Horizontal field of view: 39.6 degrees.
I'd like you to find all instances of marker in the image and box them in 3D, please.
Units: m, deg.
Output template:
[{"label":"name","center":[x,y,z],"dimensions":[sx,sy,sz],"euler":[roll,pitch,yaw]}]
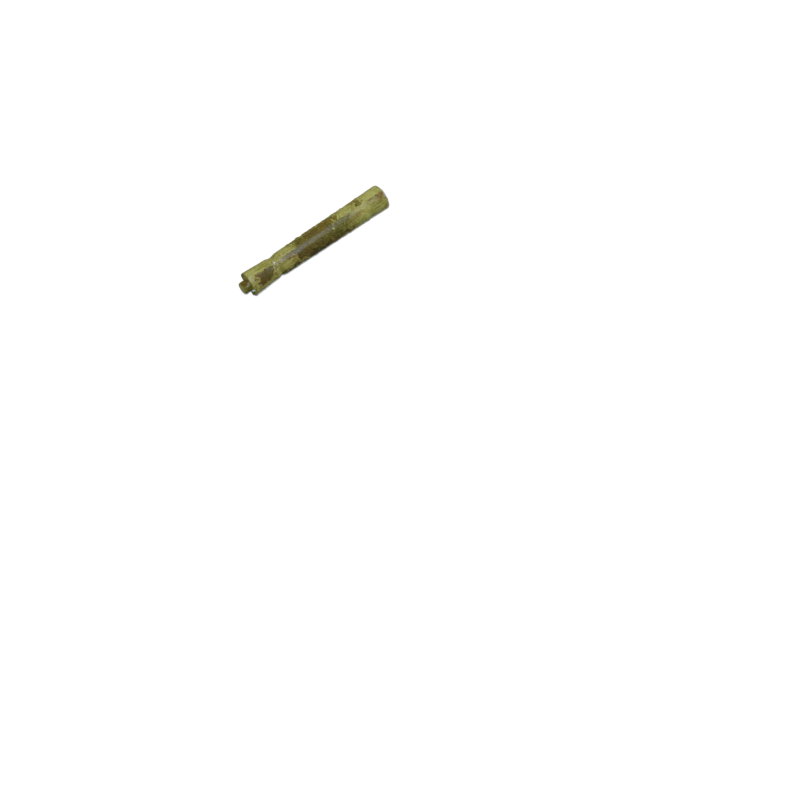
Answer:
[{"label":"marker","center":[-0.060,-0.109,0.763],"dimensions":[0.121,0.019,0.020],"euler":[-36,16,-17]}]
